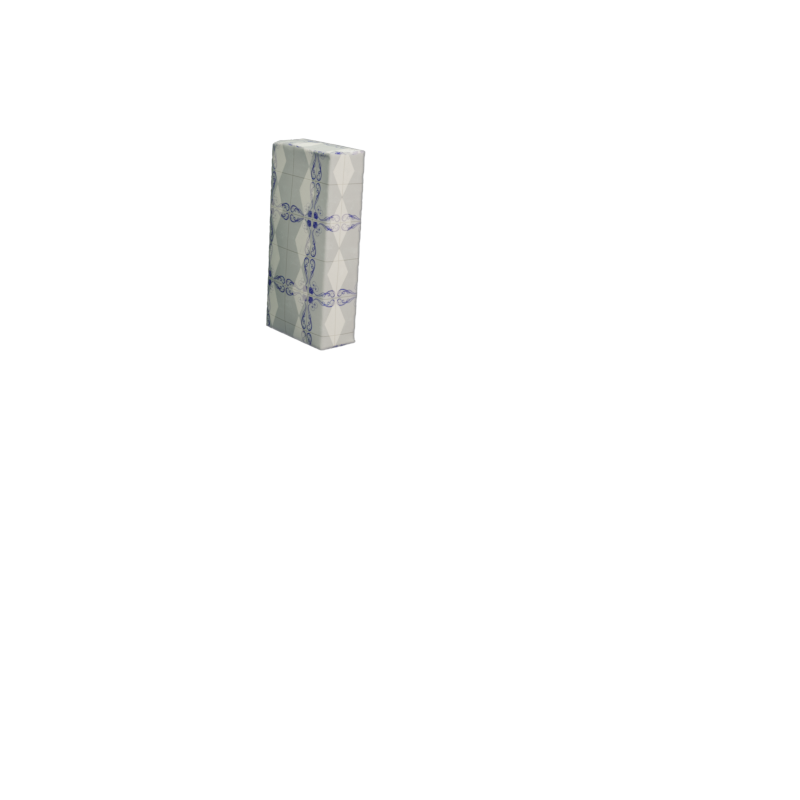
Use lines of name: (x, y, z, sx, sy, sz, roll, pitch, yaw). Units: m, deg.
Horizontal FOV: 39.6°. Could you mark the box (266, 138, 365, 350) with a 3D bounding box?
box: (-0.078, -0.142, 0.996, 0.047, 0.171, 0.099, -10, 18, -37)
